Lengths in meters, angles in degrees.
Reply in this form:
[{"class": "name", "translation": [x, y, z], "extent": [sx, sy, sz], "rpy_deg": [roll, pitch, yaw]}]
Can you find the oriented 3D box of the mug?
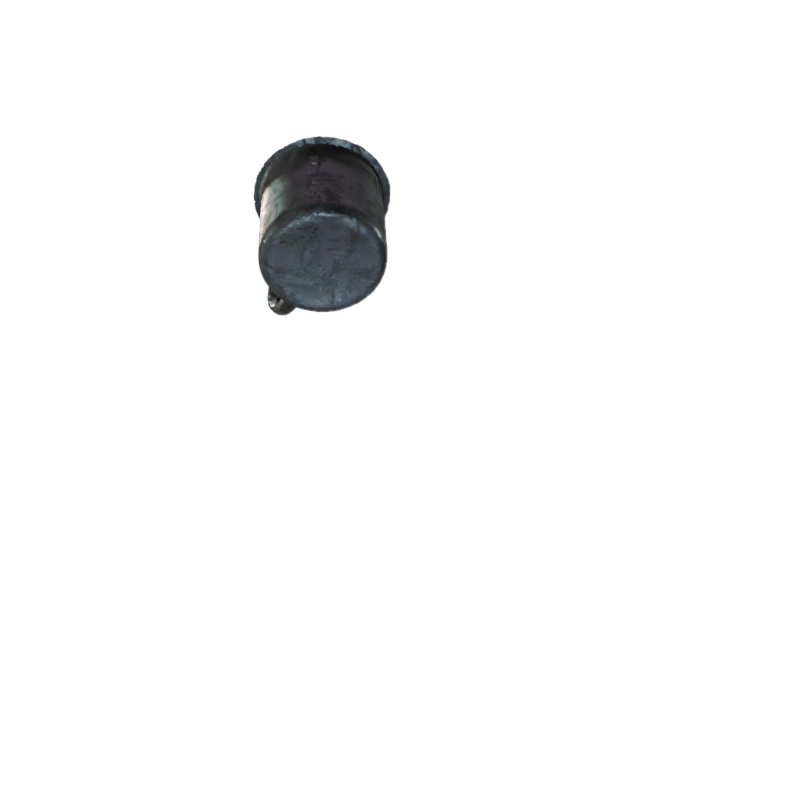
[{"class": "mug", "translation": [-0.057, -0.104, 0.727], "extent": [0.090, 0.114, 0.087], "rpy_deg": [25, 33, -20]}]
